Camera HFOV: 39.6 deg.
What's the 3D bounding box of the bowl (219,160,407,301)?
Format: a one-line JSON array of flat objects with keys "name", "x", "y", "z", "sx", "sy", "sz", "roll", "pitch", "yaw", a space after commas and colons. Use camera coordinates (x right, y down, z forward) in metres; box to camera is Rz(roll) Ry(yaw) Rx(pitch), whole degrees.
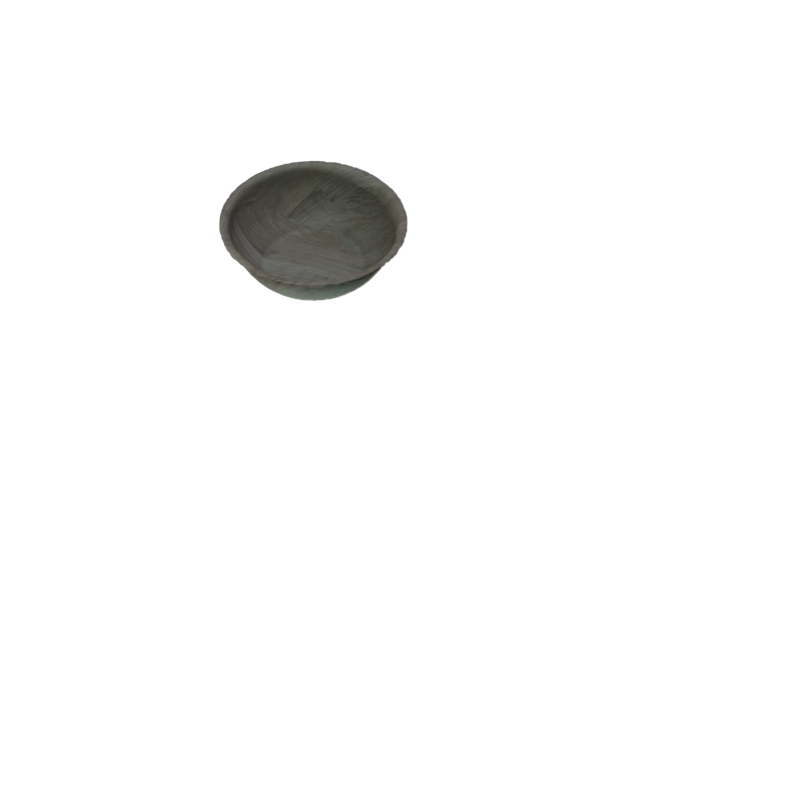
[{"name": "bowl", "x": -0.076, "y": -0.138, "z": 0.967, "sx": 0.162, "sy": 0.174, "sz": 0.051, "roll": -1, "pitch": -43, "yaw": -1}]
